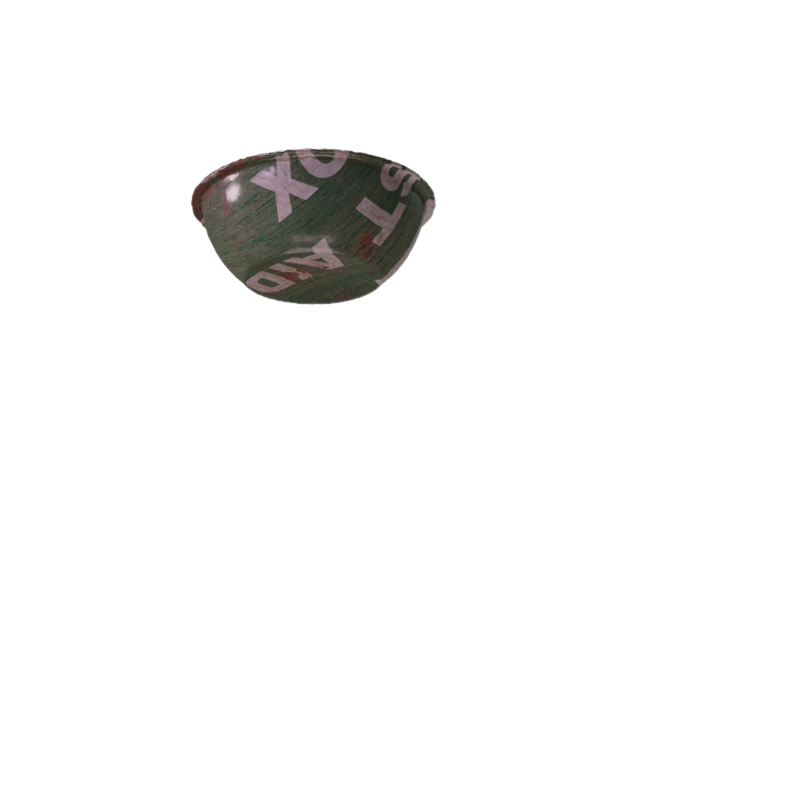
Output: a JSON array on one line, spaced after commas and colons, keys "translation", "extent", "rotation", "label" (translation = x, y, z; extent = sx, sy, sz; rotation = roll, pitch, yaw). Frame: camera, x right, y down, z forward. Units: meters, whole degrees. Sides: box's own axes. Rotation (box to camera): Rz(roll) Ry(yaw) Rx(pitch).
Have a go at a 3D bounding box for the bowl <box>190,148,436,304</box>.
[{"translation": [-0.057, -0.103, 0.725], "extent": [0.162, 0.058, 0.155], "rotation": [0, -18, -2], "label": "bowl"}]
